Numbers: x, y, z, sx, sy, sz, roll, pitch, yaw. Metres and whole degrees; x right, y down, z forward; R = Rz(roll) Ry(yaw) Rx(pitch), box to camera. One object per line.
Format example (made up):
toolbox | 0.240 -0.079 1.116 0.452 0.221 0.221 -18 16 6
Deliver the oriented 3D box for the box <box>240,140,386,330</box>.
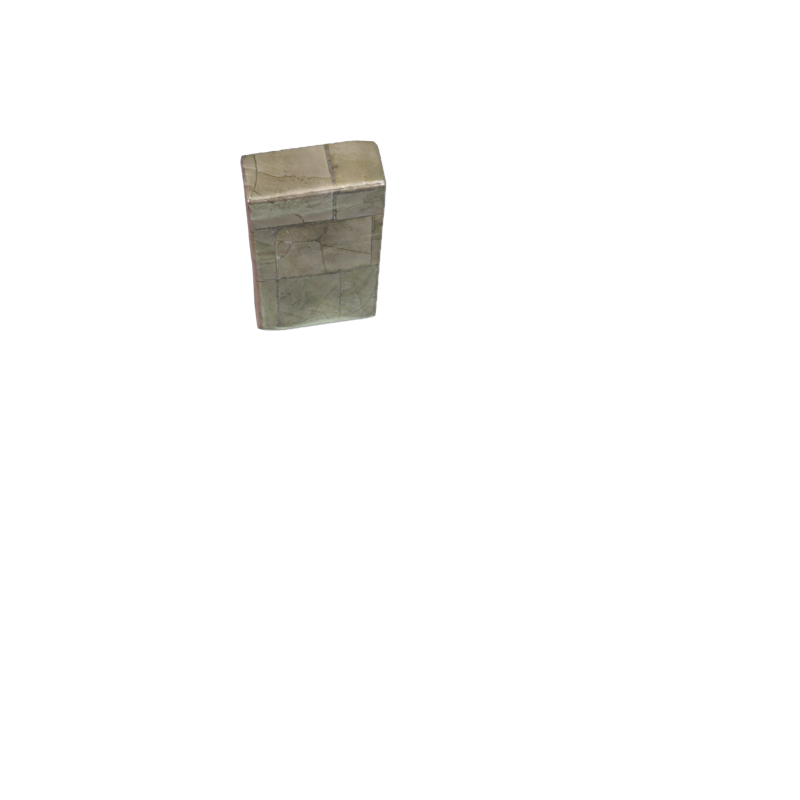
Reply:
box | -0.062 -0.113 0.787 0.093 0.051 0.165 -7 -29 -8
